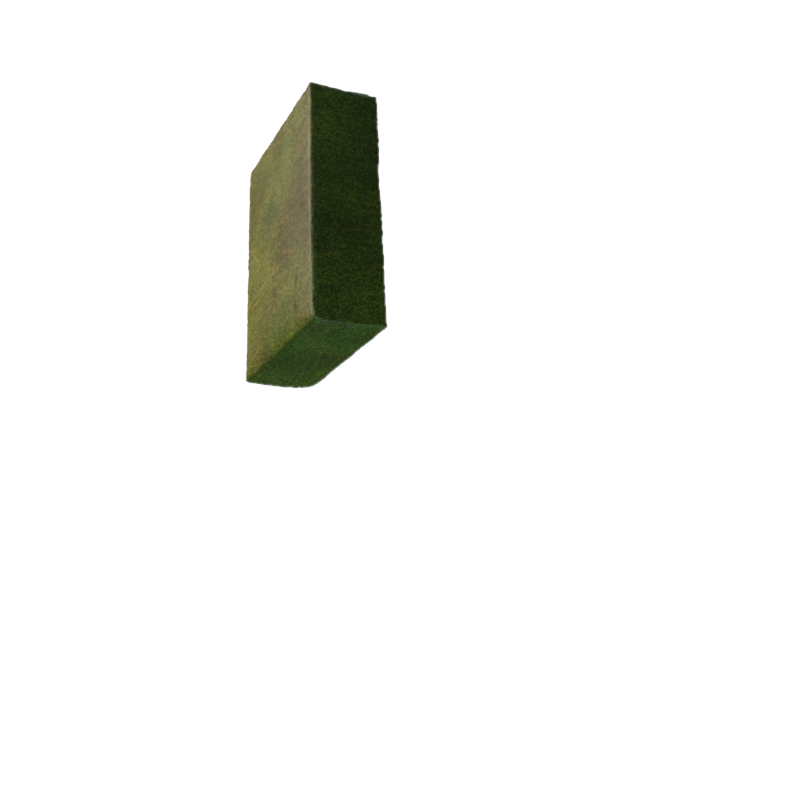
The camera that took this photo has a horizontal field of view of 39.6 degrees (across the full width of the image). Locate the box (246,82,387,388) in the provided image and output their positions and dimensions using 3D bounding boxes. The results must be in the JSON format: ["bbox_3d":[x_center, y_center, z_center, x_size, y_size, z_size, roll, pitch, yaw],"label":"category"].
[{"bbox_3d":[-0.074,-0.136,0.950,0.069,0.226,0.161,9,-25,-23],"label":"box"}]
